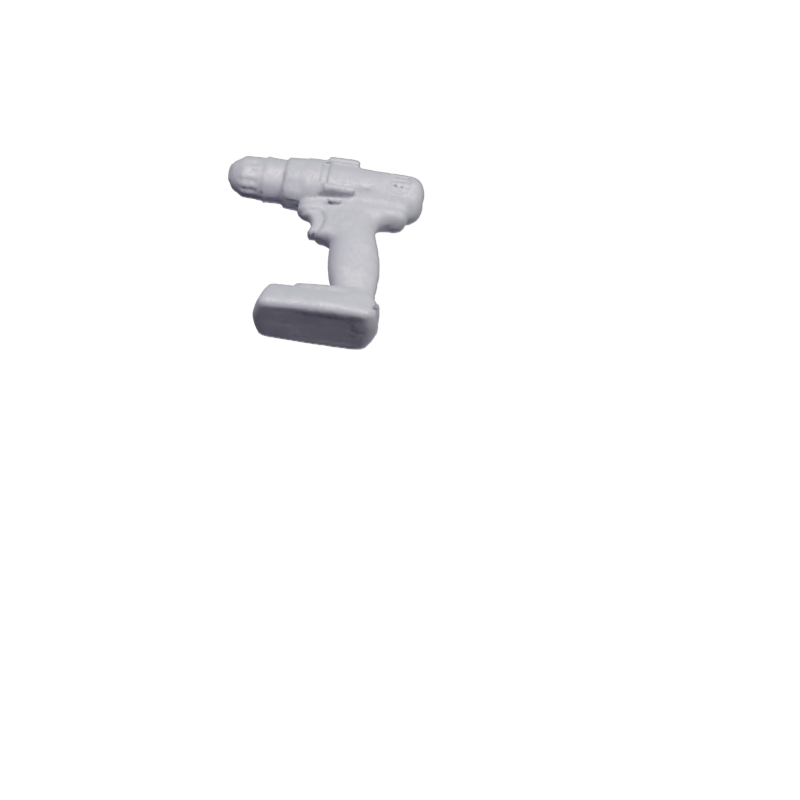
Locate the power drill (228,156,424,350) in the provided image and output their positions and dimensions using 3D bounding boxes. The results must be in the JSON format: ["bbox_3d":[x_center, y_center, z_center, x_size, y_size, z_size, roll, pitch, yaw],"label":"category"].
[{"bbox_3d":[-0.078,-0.142,0.991,0.186,0.199,0.054,7,-36,4],"label":"power drill"}]
